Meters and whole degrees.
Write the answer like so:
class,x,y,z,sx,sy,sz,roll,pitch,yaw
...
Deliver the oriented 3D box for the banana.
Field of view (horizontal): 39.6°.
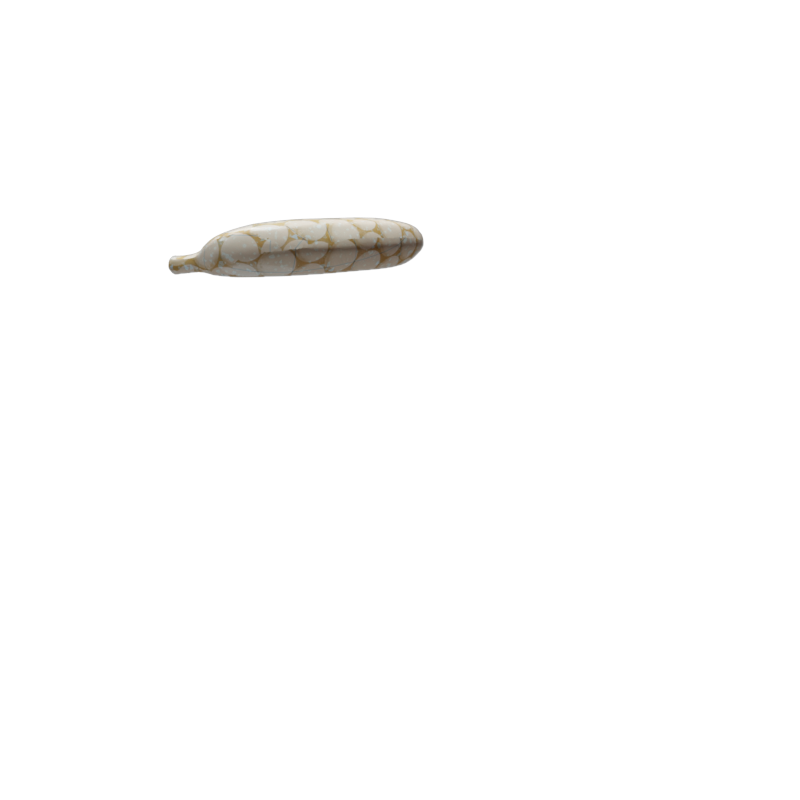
class,x,y,z,sx,sy,sz,roll,pitch,yaw
banana,-0.053,-0.105,0.747,0.192,0.036,0.073,-8,14,-30
